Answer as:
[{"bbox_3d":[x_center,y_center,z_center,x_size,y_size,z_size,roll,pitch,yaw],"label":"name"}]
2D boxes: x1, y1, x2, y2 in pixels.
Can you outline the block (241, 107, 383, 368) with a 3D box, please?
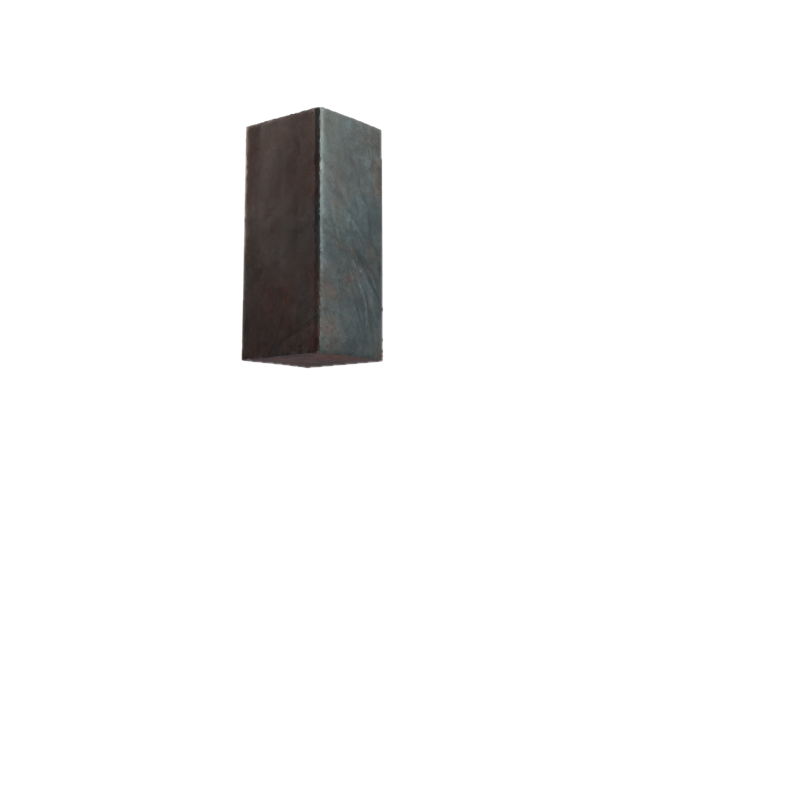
[{"bbox_3d":[-0.074,-0.137,0.959,0.093,0.212,0.085,-9,-14,37],"label":"block"}]
